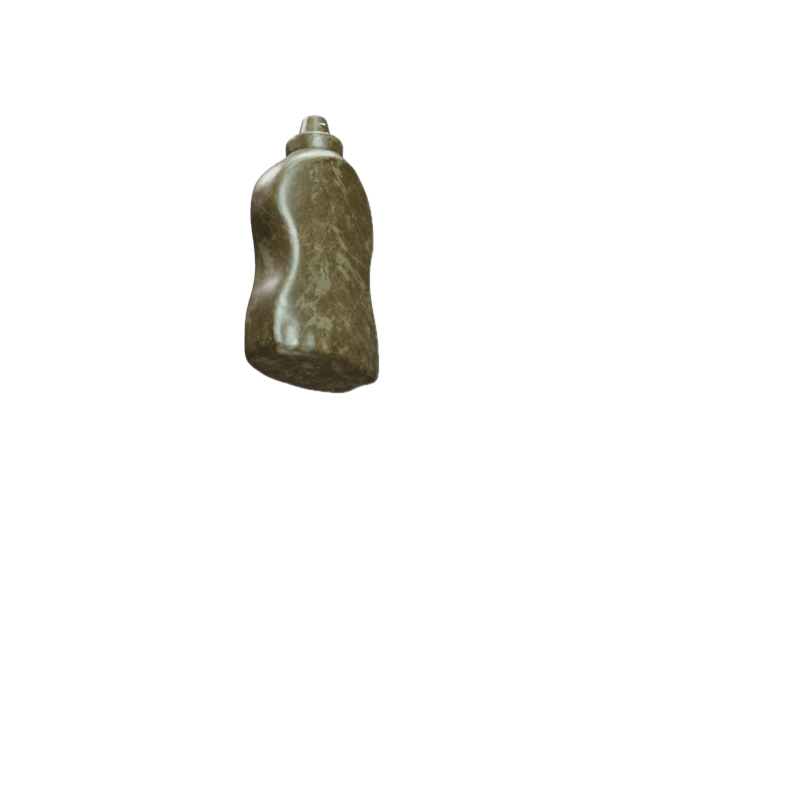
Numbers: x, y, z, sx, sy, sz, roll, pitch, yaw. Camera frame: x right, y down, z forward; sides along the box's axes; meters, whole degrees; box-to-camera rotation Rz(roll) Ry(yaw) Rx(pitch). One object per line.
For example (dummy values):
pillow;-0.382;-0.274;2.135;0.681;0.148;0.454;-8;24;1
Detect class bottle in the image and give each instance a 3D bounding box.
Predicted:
bottle;-0.058;-0.107;0.750;0.090;0.203;0.059;20;-32;-39
